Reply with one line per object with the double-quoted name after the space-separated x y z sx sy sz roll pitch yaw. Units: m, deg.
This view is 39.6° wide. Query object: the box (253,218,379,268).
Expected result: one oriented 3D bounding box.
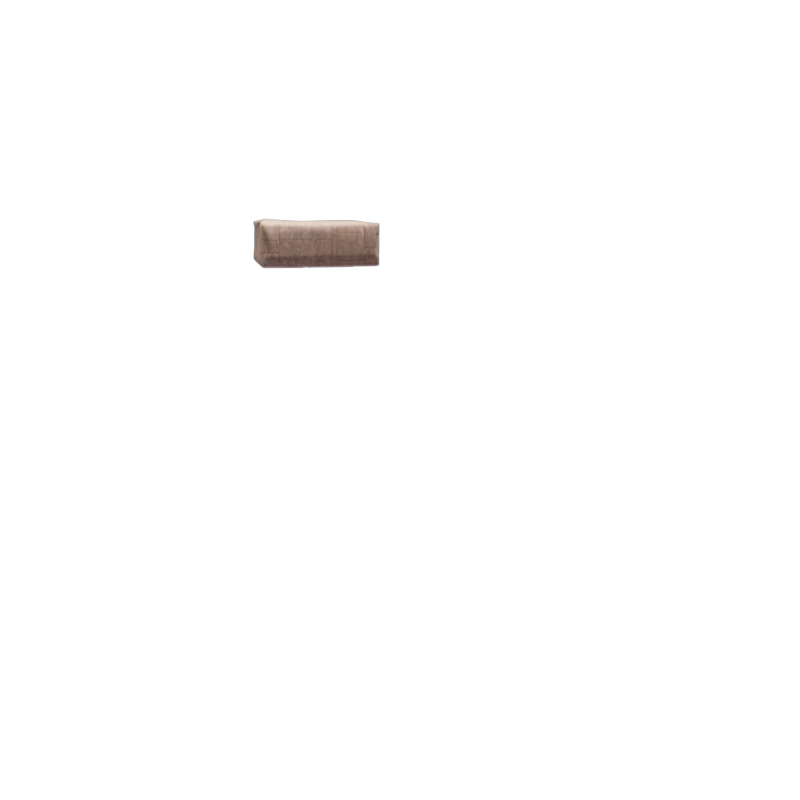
-0.056 -0.102 0.716 0.072 0.030 0.091 -1 10 -9 "box"
